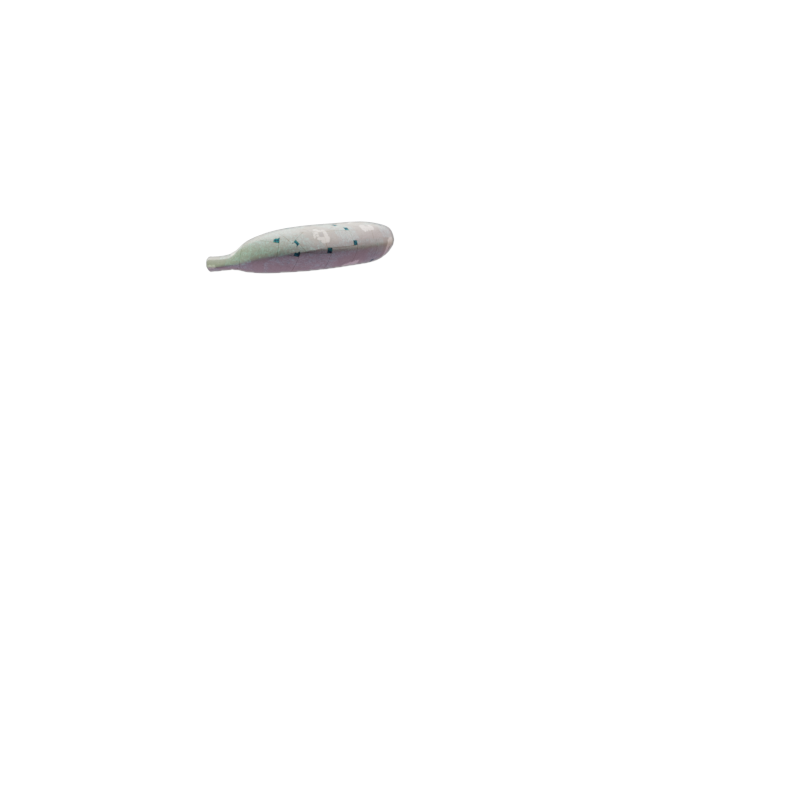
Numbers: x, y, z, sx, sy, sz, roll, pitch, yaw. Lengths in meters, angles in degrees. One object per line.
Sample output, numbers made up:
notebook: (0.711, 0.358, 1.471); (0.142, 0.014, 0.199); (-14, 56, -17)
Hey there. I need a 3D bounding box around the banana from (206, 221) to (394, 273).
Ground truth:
banana: (-0.064, -0.130, 0.927); (0.192, 0.036, 0.073); (-13, 18, -41)
